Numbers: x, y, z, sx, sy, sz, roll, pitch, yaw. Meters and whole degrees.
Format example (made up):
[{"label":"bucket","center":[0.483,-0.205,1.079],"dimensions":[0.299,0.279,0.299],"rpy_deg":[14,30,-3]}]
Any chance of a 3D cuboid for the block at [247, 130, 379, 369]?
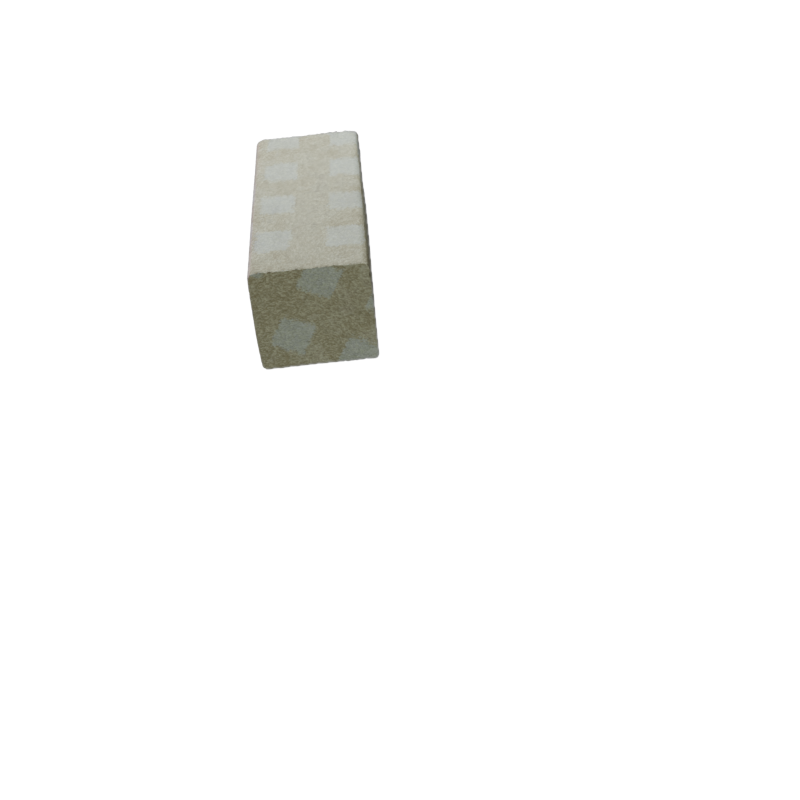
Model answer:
[{"label":"block","center":[-0.071,-0.129,0.897],"dimensions":[0.091,0.084,0.221],"rpy_deg":[-6,38,1]}]
